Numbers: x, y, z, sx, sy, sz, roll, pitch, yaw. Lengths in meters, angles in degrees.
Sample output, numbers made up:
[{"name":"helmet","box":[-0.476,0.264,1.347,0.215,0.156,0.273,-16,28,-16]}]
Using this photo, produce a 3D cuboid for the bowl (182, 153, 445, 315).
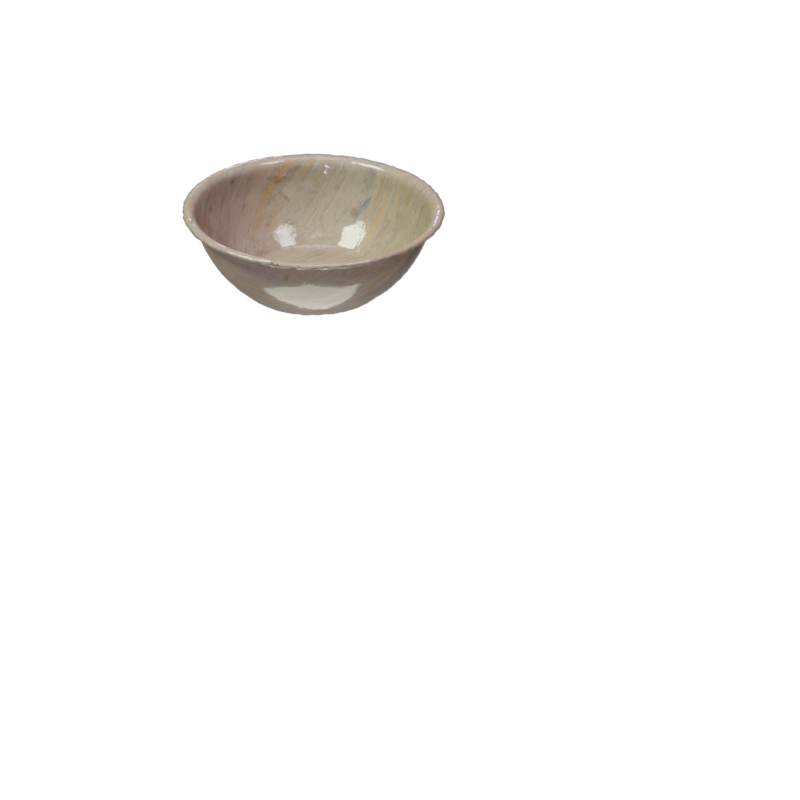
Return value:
[{"name":"bowl","box":[-0.054,-0.099,0.695,0.162,0.052,0.172,-1,33,-2]}]
